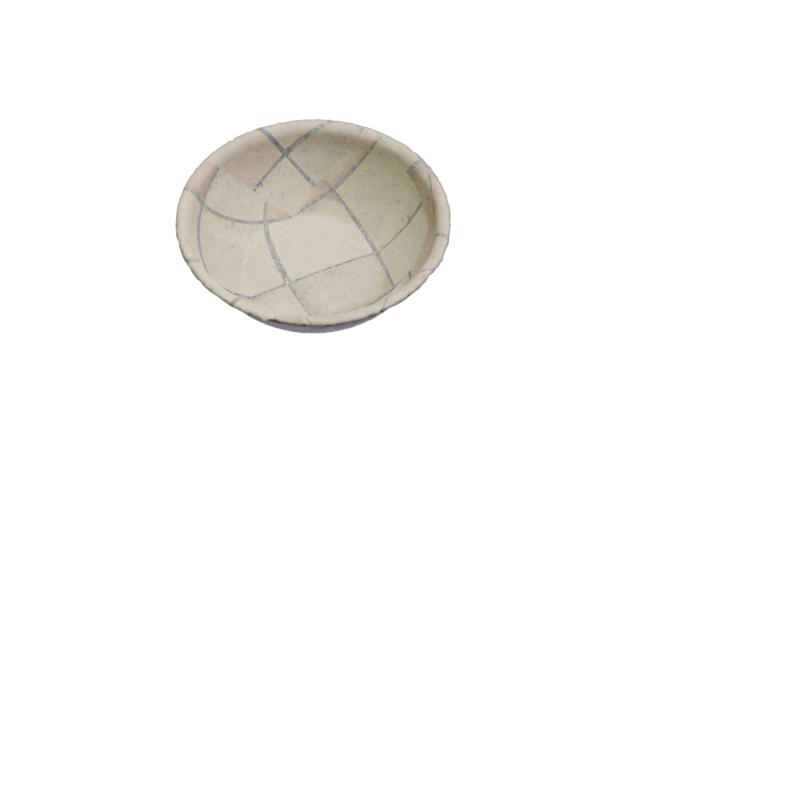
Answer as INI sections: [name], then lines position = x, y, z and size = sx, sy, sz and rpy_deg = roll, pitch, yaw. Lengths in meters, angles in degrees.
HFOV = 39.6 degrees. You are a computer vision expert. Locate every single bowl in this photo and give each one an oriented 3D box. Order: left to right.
[bowl]
position = -0.052, -0.096, 0.669
size = 0.162, 0.174, 0.051
rpy_deg = -1, -37, -1
